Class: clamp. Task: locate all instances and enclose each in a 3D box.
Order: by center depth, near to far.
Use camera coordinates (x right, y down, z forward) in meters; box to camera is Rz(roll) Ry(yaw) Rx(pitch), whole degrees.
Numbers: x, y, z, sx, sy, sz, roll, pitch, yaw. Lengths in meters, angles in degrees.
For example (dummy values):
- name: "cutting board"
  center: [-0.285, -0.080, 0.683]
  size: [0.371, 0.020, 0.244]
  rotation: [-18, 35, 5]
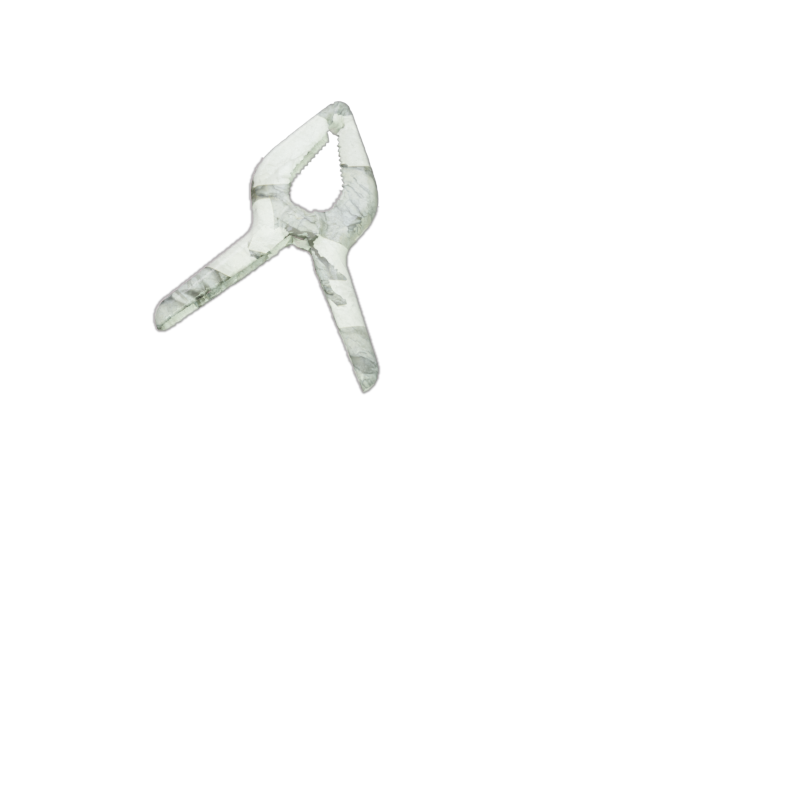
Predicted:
- name: "clamp"
  center: [-0.063, -0.115, 0.807]
  size: [0.167, 0.215, 0.035]
  rotation: [22, -15, 6]
